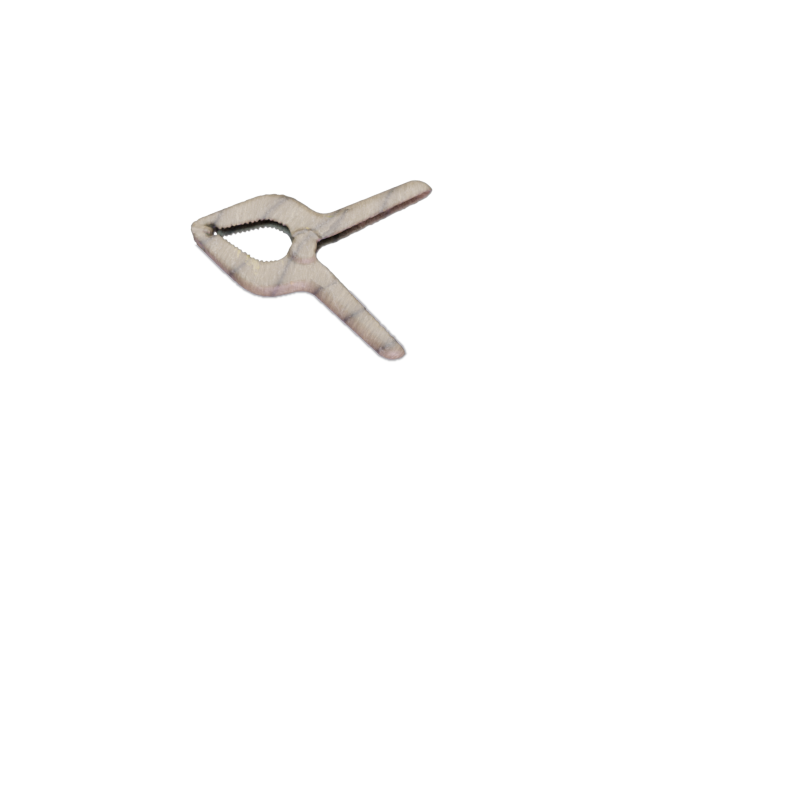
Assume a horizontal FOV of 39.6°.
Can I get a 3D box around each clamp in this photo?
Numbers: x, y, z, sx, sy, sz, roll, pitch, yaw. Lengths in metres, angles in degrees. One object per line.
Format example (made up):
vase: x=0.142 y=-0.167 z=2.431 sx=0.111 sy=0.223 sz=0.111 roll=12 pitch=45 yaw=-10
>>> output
clamp: x=-0.076 y=-0.139 z=0.973 sx=0.212 sy=0.170 sz=0.035 roll=16 pitch=-19 yaw=6
